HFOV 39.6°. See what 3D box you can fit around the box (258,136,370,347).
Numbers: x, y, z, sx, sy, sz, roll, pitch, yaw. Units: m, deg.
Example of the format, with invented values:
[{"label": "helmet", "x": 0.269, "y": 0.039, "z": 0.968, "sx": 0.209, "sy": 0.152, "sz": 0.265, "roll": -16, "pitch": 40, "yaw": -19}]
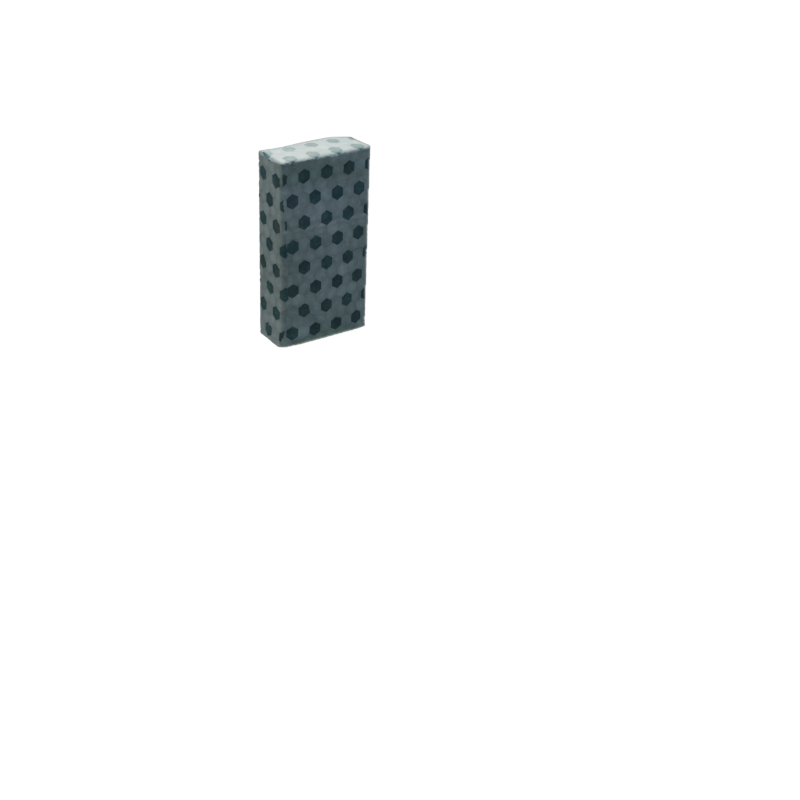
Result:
[{"label": "box", "x": -0.076, "y": -0.140, "z": 0.976, "sx": 0.092, "sy": 0.168, "sz": 0.051, "roll": -14, "pitch": 27, "yaw": -32}]
